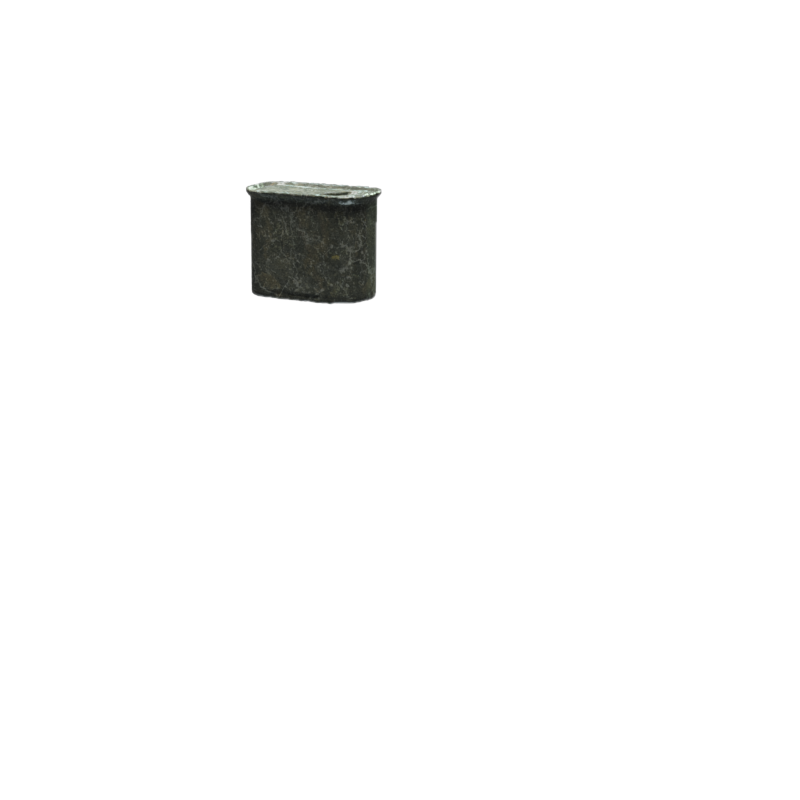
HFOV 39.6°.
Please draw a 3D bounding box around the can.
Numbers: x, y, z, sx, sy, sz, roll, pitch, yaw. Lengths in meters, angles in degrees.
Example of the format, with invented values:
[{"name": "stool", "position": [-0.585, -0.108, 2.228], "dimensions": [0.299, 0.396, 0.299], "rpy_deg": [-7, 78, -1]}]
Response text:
[{"name": "can", "position": [-0.067, -0.122, 0.853], "dimensions": [0.105, 0.081, 0.057], "rpy_deg": [7, 15, 23]}]
